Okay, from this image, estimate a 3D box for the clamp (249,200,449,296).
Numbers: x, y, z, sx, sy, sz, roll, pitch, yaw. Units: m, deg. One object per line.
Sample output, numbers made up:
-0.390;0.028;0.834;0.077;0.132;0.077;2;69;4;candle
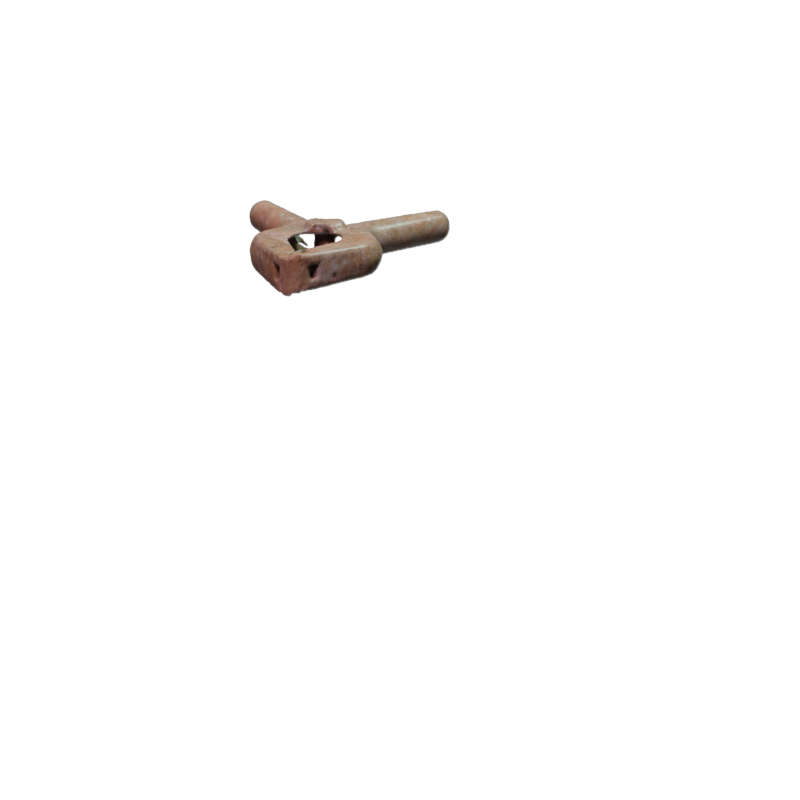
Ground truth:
-0.065;-0.118;0.828;0.169;0.035;0.212;6;21;16;clamp
